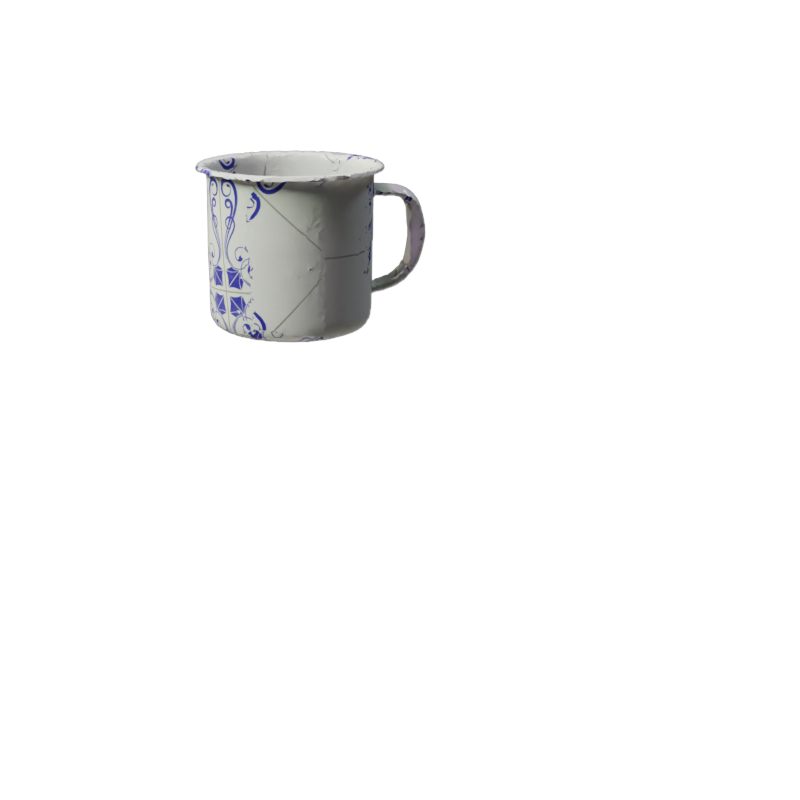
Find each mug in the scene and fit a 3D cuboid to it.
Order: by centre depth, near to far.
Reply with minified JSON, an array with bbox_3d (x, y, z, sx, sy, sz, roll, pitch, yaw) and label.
[{"bbox_3d":[-0.044,-0.079,0.557,0.115,0.079,0.098,-6,18,-19],"label":"mug"}]
